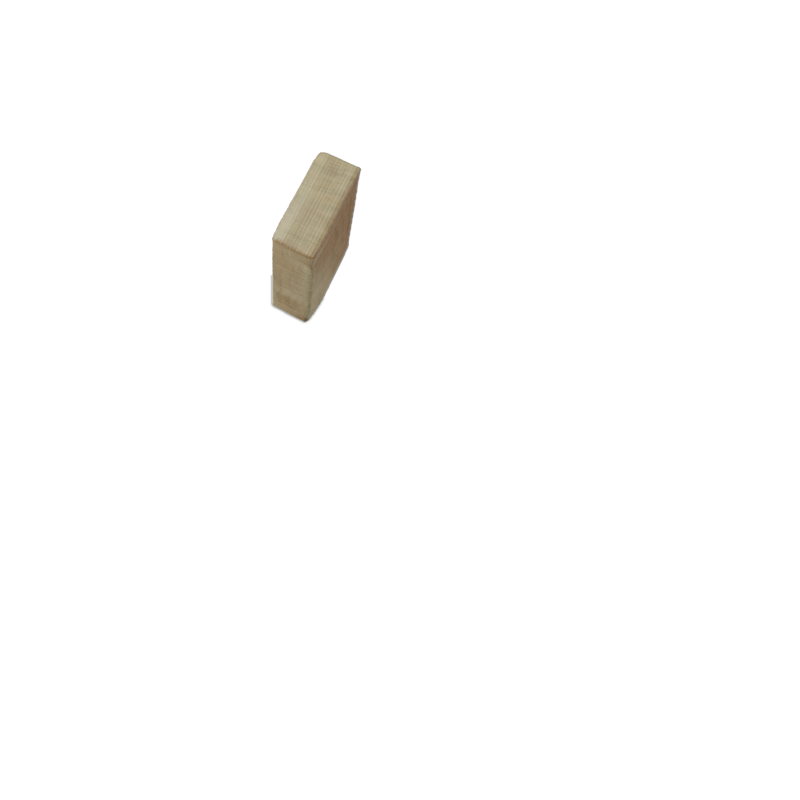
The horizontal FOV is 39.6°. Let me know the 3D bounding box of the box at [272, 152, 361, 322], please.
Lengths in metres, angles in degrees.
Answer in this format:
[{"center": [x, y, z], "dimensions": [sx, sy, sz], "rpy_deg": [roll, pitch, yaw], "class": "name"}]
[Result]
[{"center": [-0.077, -0.140, 0.981], "dimensions": [0.049, 0.096, 0.169], "rpy_deg": [25, -17, 3], "class": "box"}]
